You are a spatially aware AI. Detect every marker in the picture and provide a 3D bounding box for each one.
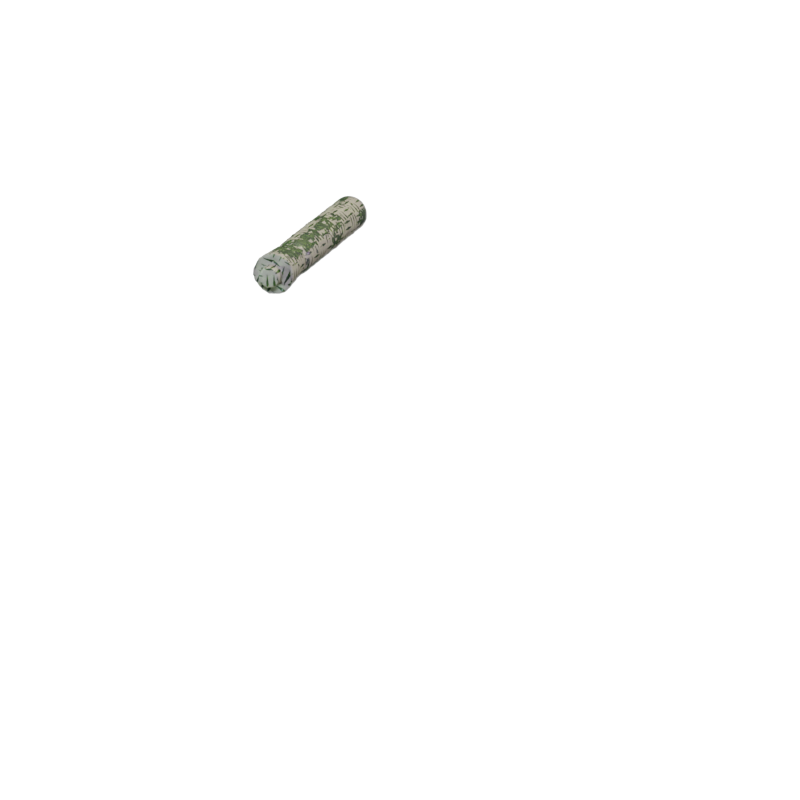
[{"bbox_3d":[-0.042,-0.077,0.536,0.020,0.019,0.123,1,22,16],"label":"marker"}]
